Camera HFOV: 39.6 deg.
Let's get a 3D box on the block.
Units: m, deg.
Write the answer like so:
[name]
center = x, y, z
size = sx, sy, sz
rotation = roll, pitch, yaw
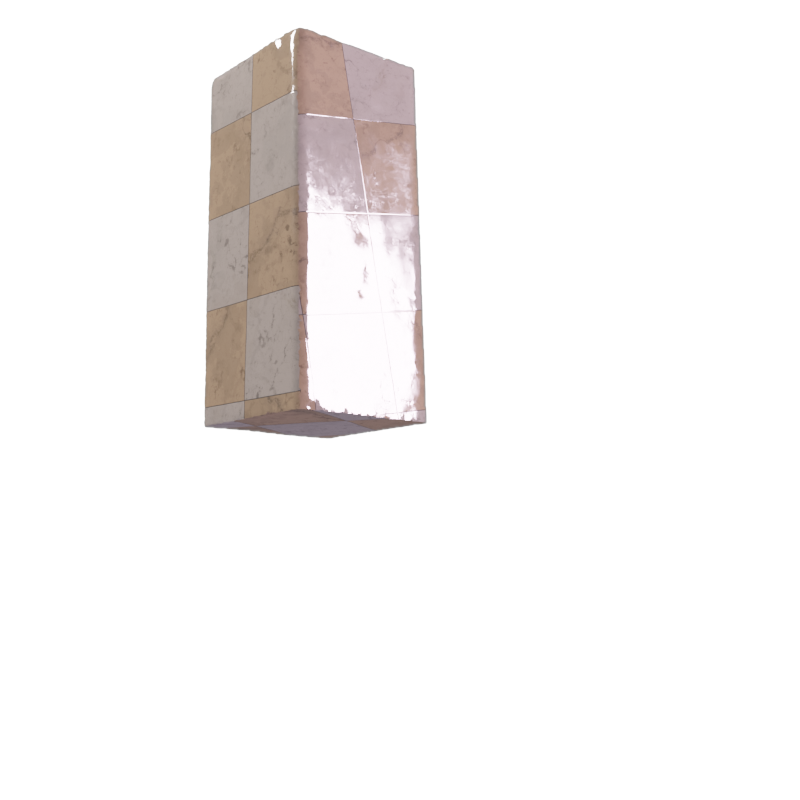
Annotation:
[block]
center = -0.050, -0.089, 0.625
size = 0.086, 0.214, 0.092
rotation = 11, -19, -38
